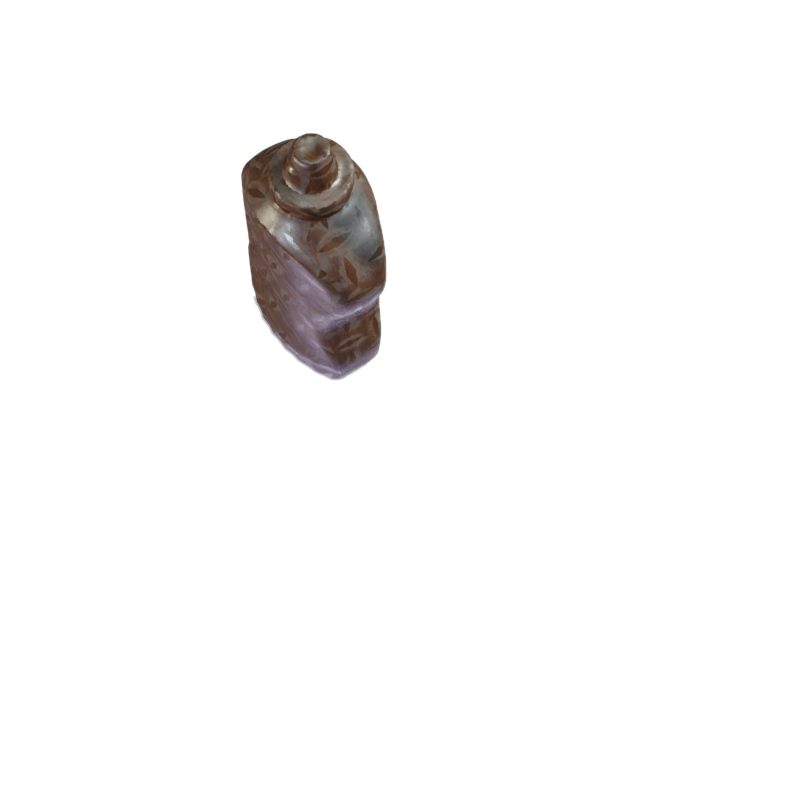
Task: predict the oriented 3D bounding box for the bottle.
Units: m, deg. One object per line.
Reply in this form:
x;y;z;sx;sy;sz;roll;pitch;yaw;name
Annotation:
-0.046;-0.083;0.586;0.058;0.101;0.182;-30;-16;-14;bottle
